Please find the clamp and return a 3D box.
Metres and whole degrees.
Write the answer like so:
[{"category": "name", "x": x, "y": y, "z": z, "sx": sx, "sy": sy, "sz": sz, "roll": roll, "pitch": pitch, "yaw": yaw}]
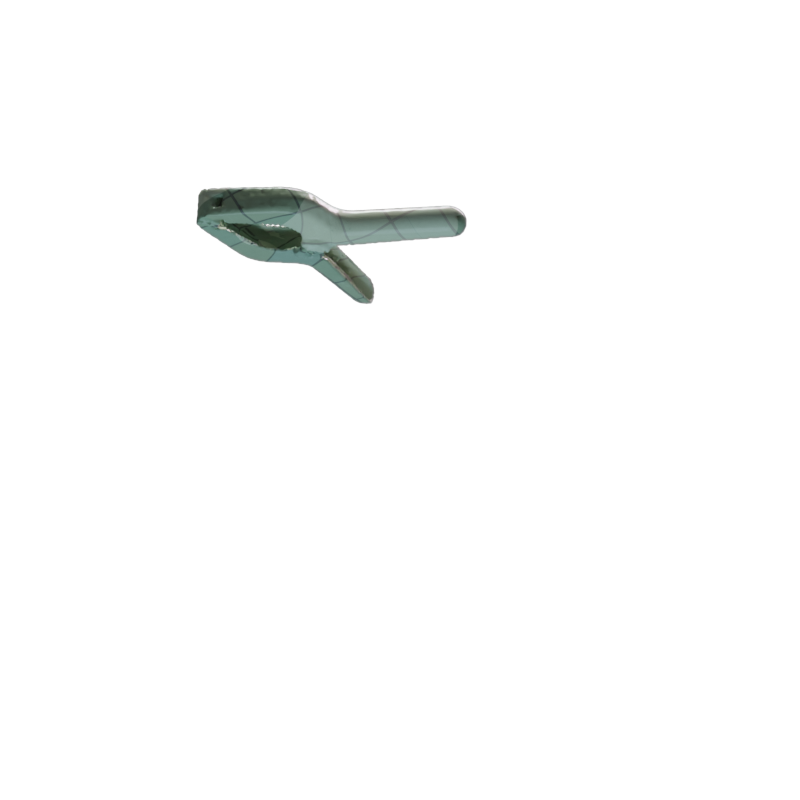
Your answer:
[{"category": "clamp", "x": -0.073, "y": -0.132, "z": 0.927, "sx": 0.204, "sy": 0.038, "sz": 0.160, "roll": 9, "pitch": -25, "yaw": -19}]
